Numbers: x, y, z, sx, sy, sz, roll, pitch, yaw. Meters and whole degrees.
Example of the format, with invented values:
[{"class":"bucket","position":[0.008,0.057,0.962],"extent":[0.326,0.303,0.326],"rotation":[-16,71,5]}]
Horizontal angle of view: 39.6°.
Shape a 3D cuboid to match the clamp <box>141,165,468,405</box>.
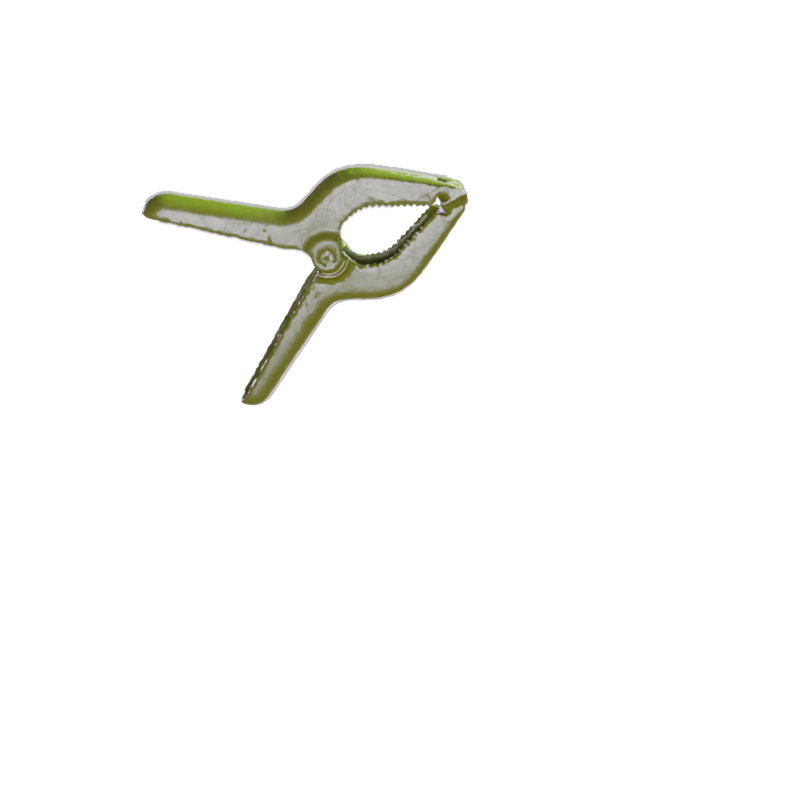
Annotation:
[{"class":"clamp","position":[-0.058,-0.107,0.747],"extent":[0.210,0.157,0.038],"rotation":[-29,17,10]}]
